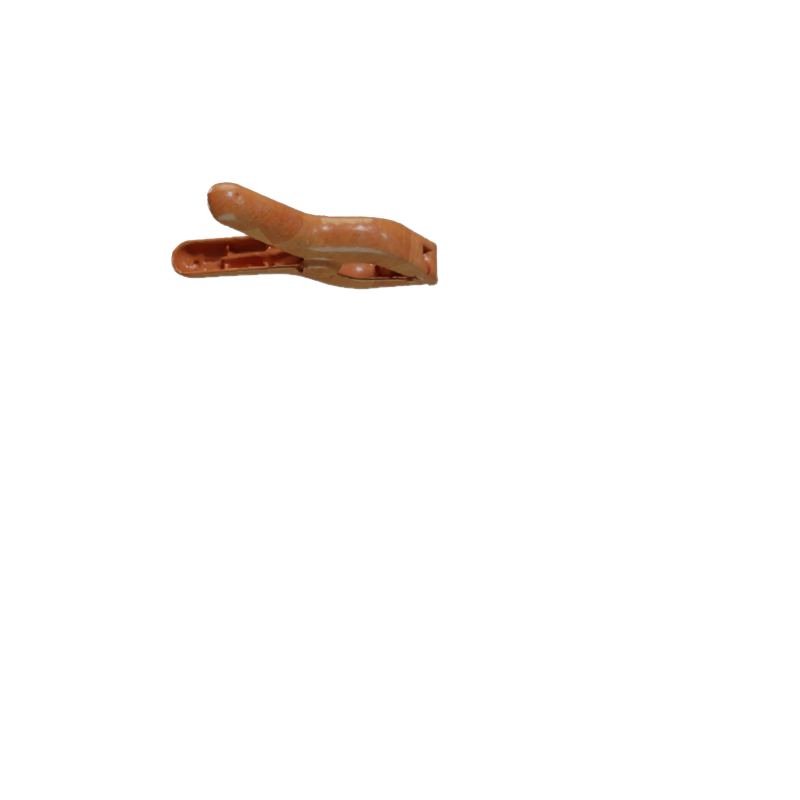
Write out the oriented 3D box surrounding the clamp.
[{"bbox_3d":[-0.054,-0.098,0.688,0.169,0.040,0.118,1,-8,-10],"label":"clamp"}]
